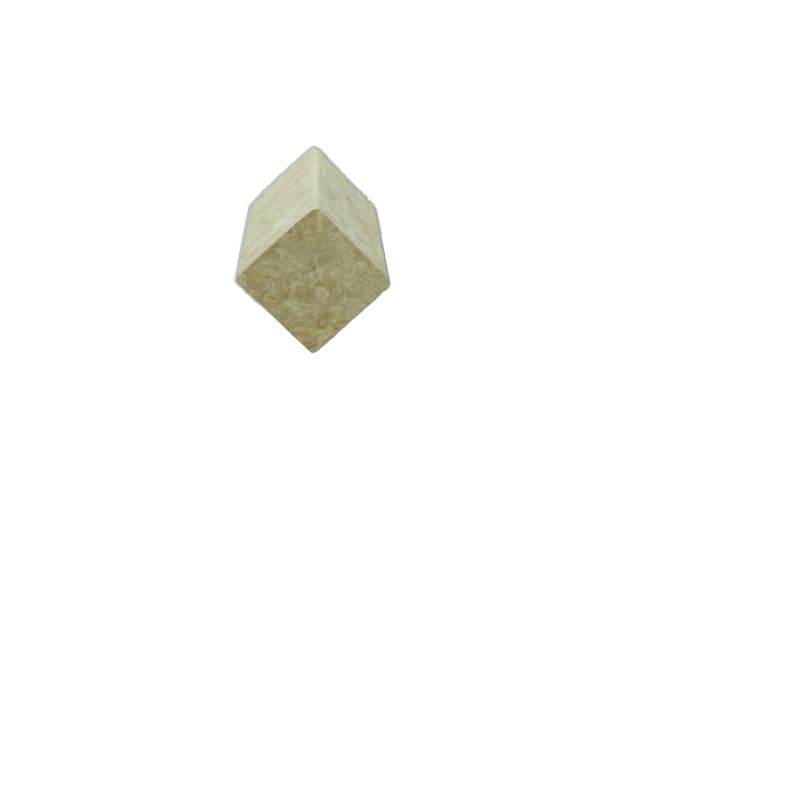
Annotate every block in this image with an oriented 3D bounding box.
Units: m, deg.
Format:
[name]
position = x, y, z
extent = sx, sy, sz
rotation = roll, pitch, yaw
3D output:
[block]
position = -0.075, -0.138, 0.962
extent = 0.089, 0.087, 0.217
rotation = -41, 20, 13
